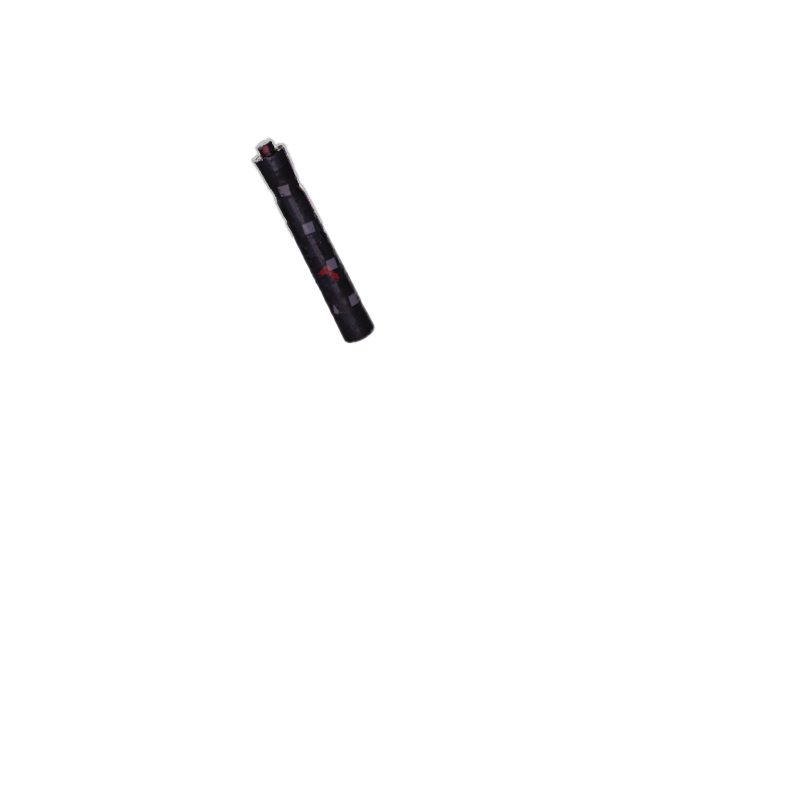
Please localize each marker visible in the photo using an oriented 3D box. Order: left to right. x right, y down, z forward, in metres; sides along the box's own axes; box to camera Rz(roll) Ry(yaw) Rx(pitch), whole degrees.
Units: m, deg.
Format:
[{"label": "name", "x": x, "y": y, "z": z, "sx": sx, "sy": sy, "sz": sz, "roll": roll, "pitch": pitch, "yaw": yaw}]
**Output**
[{"label": "marker", "x": -0.047, "y": -0.085, "z": 0.598, "sx": 0.020, "sy": 0.115, "sz": 0.021, "roll": -24, "pitch": 19, "yaw": 8}]
